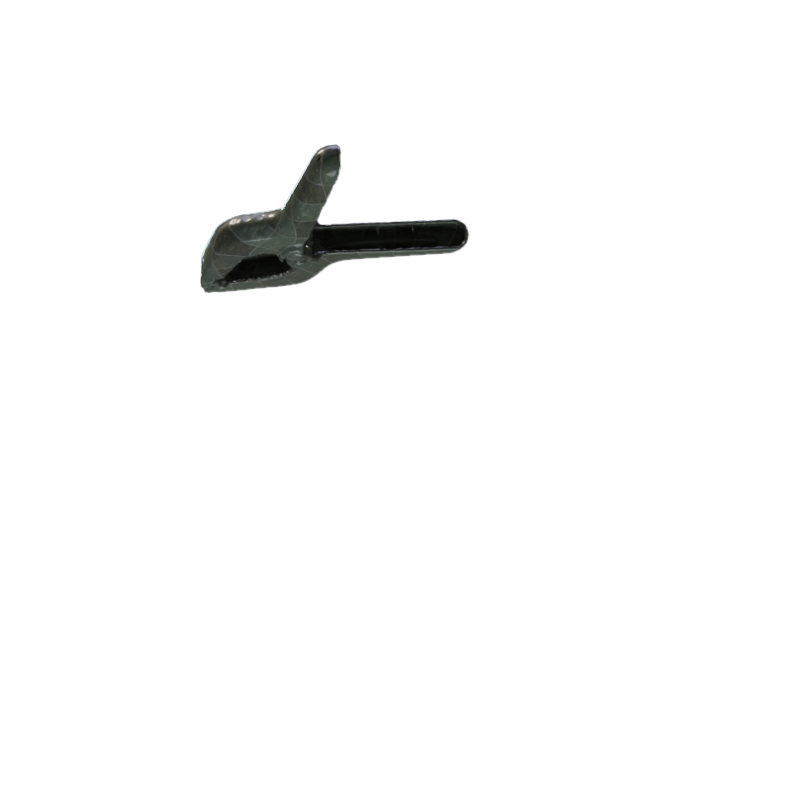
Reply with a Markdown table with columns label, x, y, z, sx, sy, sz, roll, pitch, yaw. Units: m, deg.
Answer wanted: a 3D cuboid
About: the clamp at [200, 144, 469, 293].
| label | x | y | z | sx | sy | sz | roll | pitch | yaw |
| --- | --- | --- | --- | --- | --- | --- | --- | --- | --- |
| clamp | -0.065 | -0.119 | 0.836 | 0.212 | 0.038 | 0.155 | -19 | -27 | 41 |
